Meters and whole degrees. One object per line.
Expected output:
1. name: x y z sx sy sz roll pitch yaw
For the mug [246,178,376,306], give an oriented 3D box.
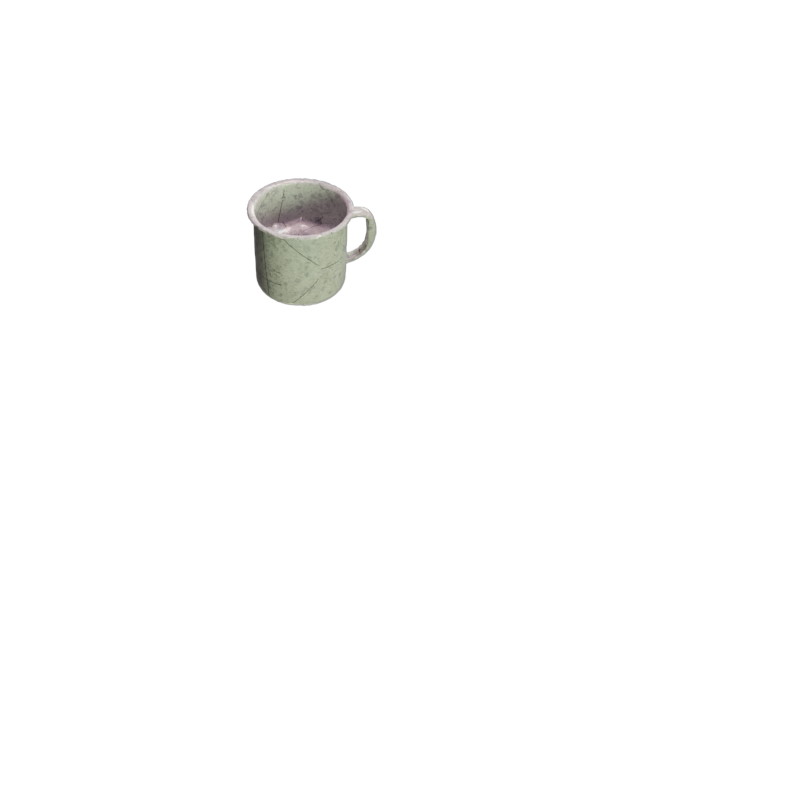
1. mug: -0.077 -0.141 0.986 0.116 0.076 0.101 -14 43 -17
